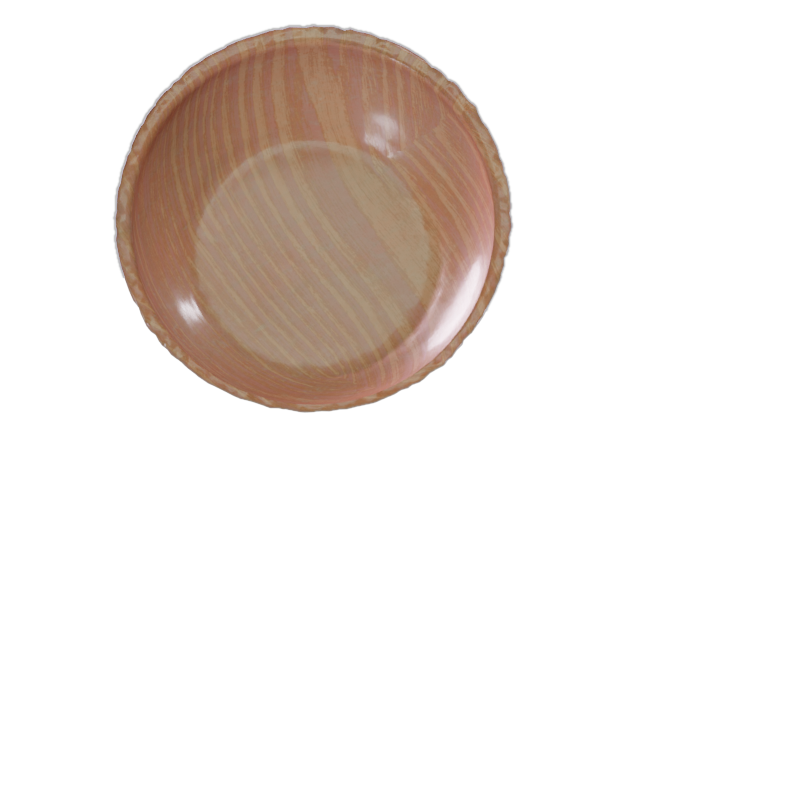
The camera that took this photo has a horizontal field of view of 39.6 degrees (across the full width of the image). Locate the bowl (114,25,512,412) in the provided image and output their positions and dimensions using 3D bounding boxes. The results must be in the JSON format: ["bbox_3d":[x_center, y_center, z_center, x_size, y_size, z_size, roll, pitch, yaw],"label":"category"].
[{"bbox_3d":[-0.034,-0.061,0.428,0.162,0.157,0.057,0,15,-1],"label":"bowl"}]
